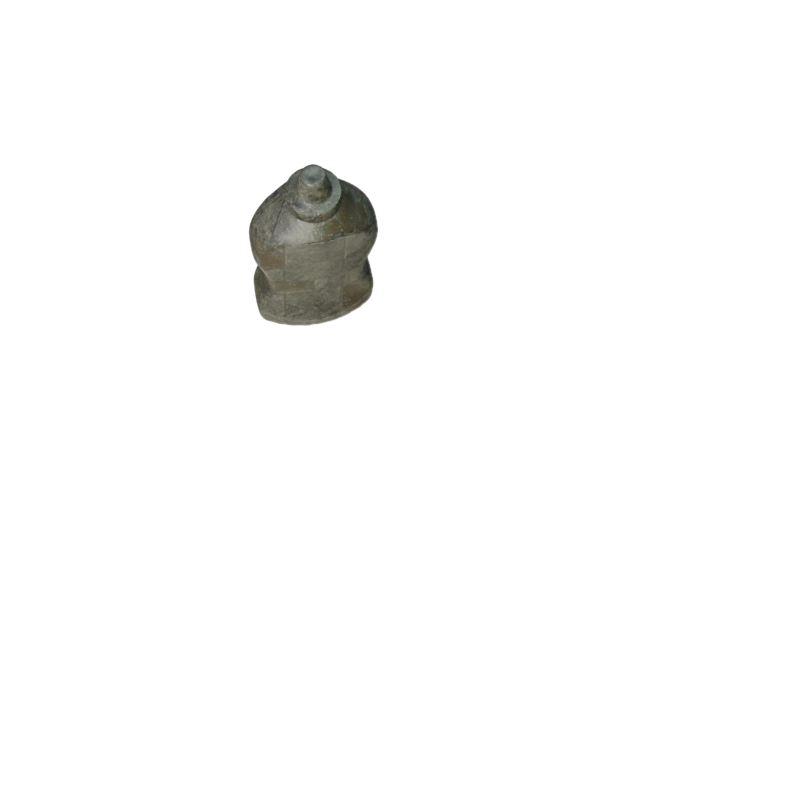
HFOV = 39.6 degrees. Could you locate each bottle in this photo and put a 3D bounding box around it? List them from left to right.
[{"bbox_3d":[-0.066,-0.121,0.842,0.095,0.062,0.182,-9,-21,-7],"label":"bottle"}]
